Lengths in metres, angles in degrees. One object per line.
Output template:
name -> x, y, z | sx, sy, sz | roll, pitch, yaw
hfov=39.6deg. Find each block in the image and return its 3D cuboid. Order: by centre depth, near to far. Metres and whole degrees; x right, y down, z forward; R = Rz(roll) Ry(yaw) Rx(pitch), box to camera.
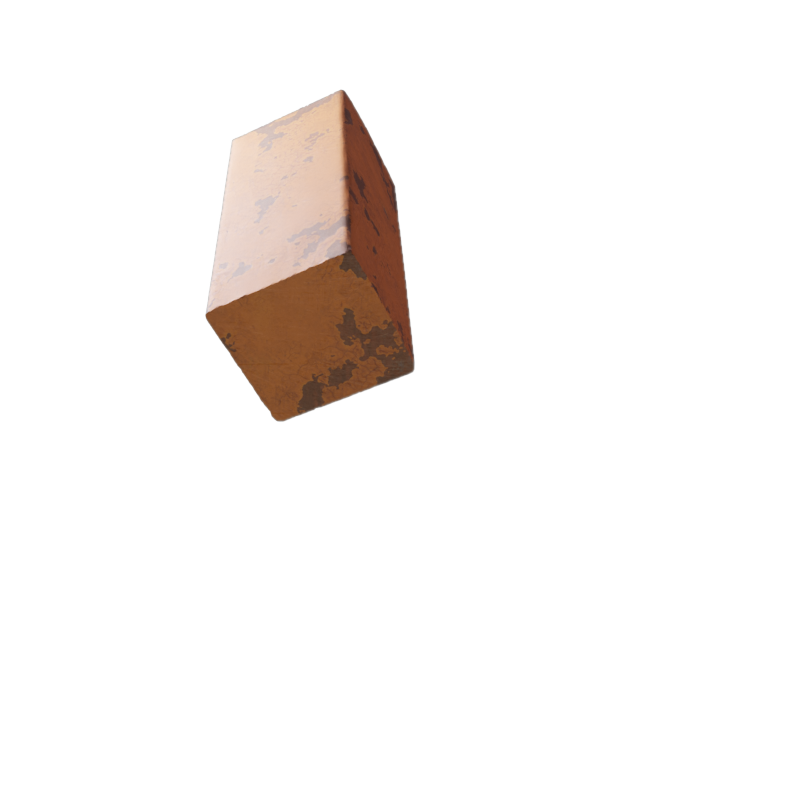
block -> -0.054, -0.098, 0.691 | 0.091, 0.084, 0.221 | -22, 35, 12
